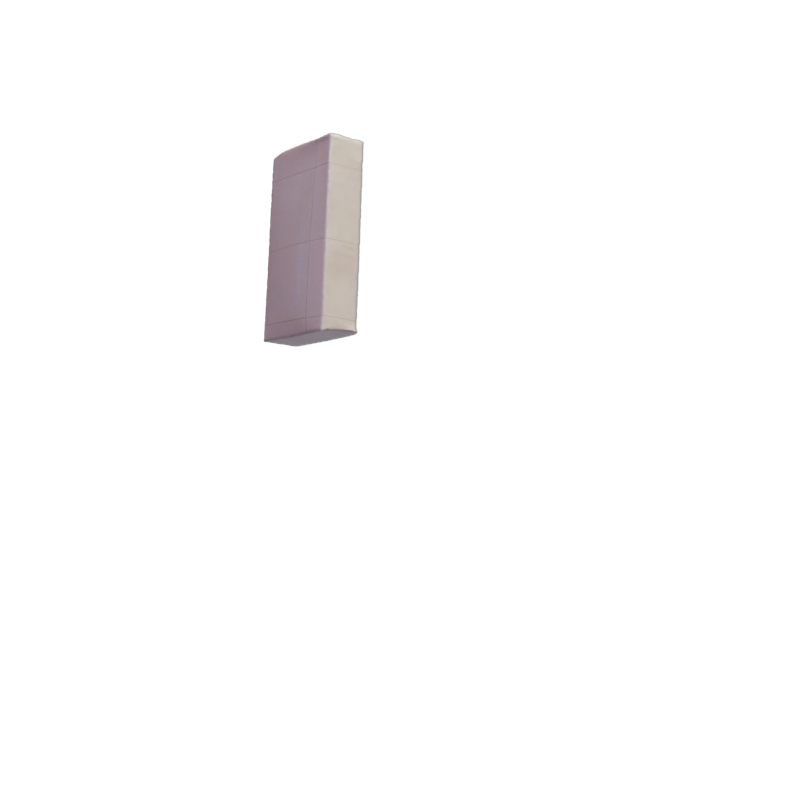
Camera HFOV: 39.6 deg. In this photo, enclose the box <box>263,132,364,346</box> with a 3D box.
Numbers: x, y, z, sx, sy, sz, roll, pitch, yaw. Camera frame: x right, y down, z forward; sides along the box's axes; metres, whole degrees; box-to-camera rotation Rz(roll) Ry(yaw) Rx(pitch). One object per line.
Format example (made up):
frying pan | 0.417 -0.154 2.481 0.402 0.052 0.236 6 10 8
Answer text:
box | -0.078 -0.141 0.987 0.046 0.182 0.095 9 -15 -38
